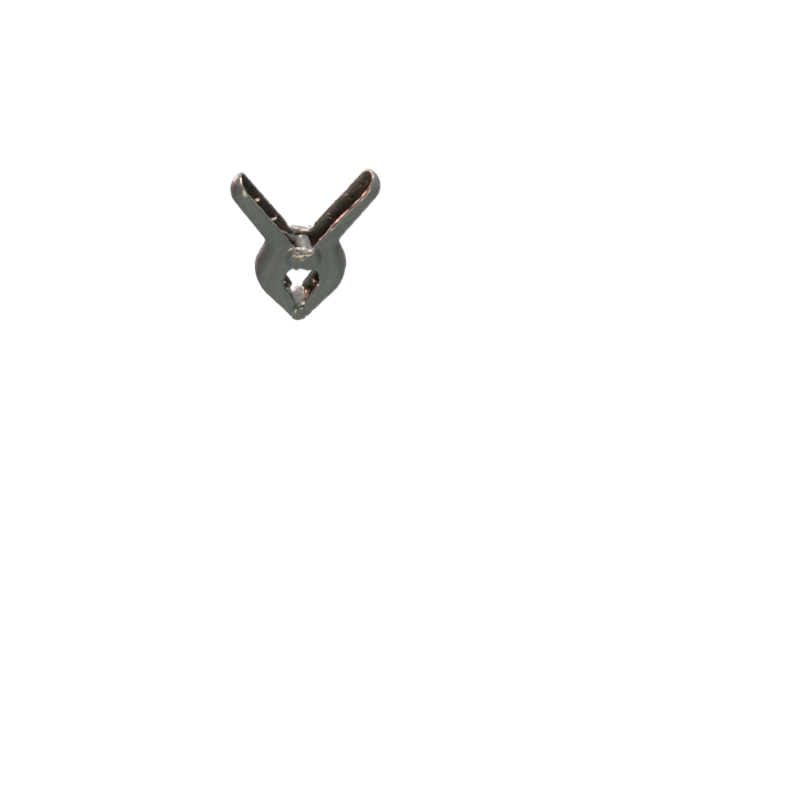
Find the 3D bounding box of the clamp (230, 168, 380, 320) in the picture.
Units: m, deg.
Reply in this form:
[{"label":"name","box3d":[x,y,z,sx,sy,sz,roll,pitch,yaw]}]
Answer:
[{"label":"clamp","box3d":[-0.074,-0.134,0.941,0.120,0.042,0.159,-2,-36,2]}]
